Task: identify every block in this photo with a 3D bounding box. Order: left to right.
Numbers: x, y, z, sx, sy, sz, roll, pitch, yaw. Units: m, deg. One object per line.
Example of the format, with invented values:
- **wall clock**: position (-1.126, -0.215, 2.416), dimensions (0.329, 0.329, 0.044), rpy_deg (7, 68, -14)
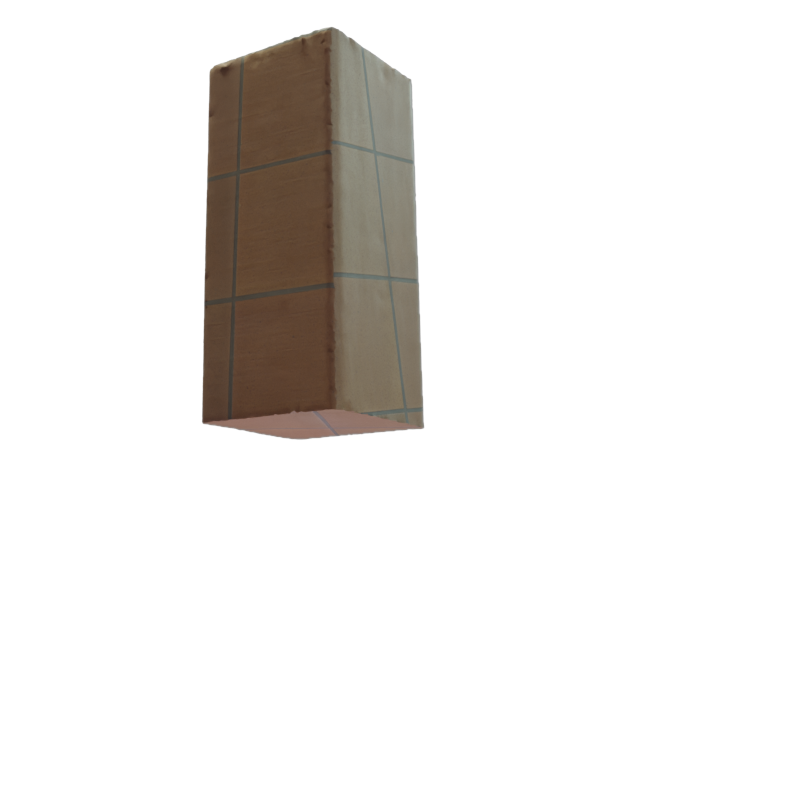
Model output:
- **block**: position (-0.049, -0.089, 0.622), dimensions (0.093, 0.214, 0.085), rpy_deg (-11, -18, 32)
